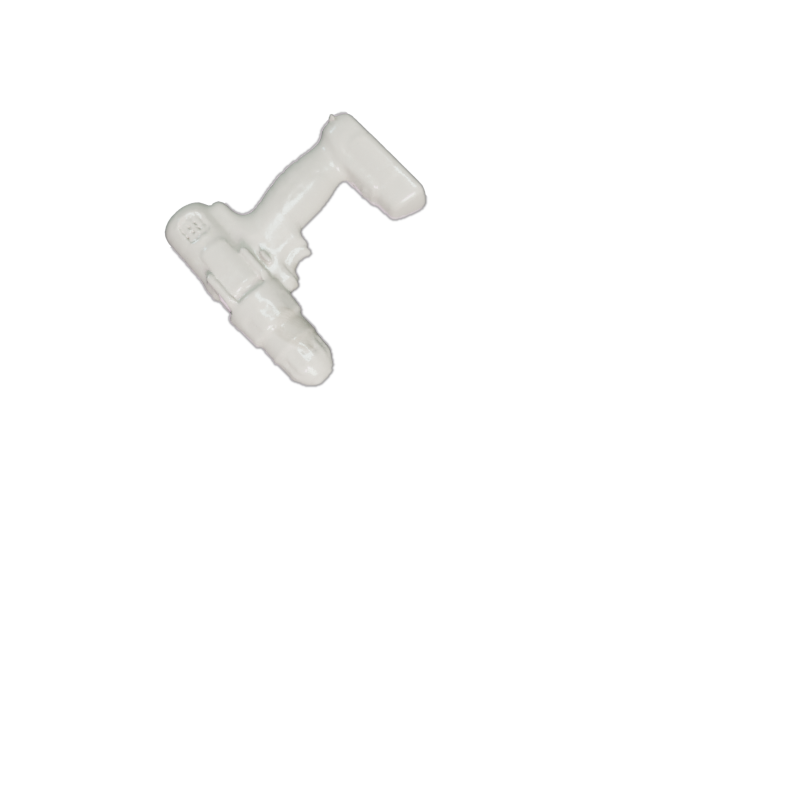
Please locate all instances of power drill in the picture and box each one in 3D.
[{"bbox_3d":[-0.071,-0.129,0.902,0.189,0.191,0.055,-41,-12,-11],"label":"power drill"}]
